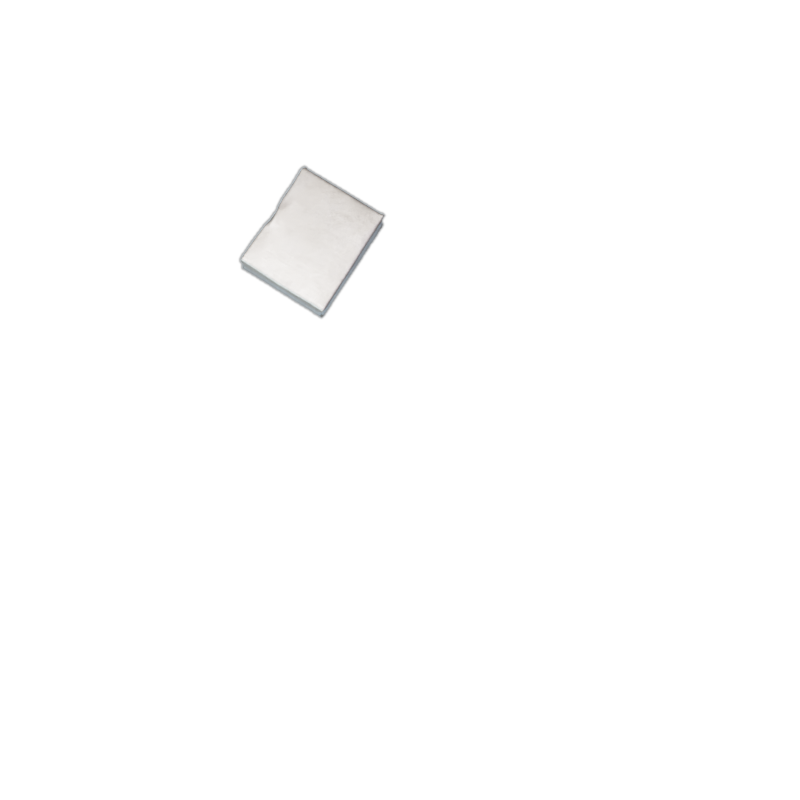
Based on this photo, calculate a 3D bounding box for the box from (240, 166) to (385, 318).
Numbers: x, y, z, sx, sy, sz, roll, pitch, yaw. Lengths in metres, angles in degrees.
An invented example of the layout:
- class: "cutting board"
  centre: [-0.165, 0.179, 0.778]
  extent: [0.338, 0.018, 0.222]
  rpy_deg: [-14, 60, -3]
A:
- class: "box"
  centre: [-0.065, -0.118, 0.825]
  extent: [0.075, 0.091, 0.029]
  rpy_deg: [31, -13, 7]
